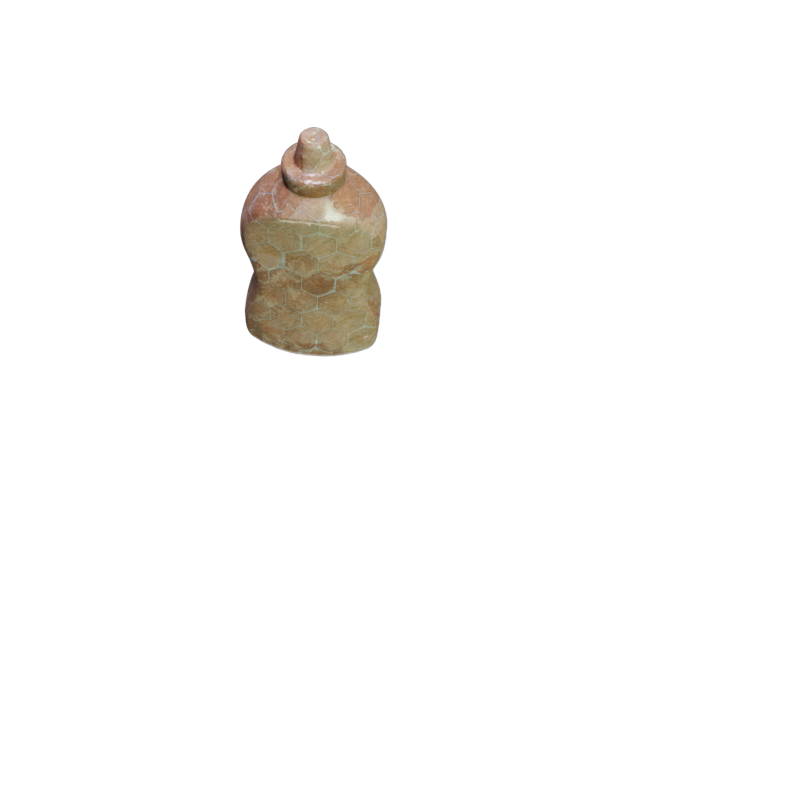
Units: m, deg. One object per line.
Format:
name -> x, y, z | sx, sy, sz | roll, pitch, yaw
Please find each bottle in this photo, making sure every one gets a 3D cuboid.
bottle -> -0.058, -0.106, 0.739 | 0.097, 0.062, 0.179 | 9, -36, 3
